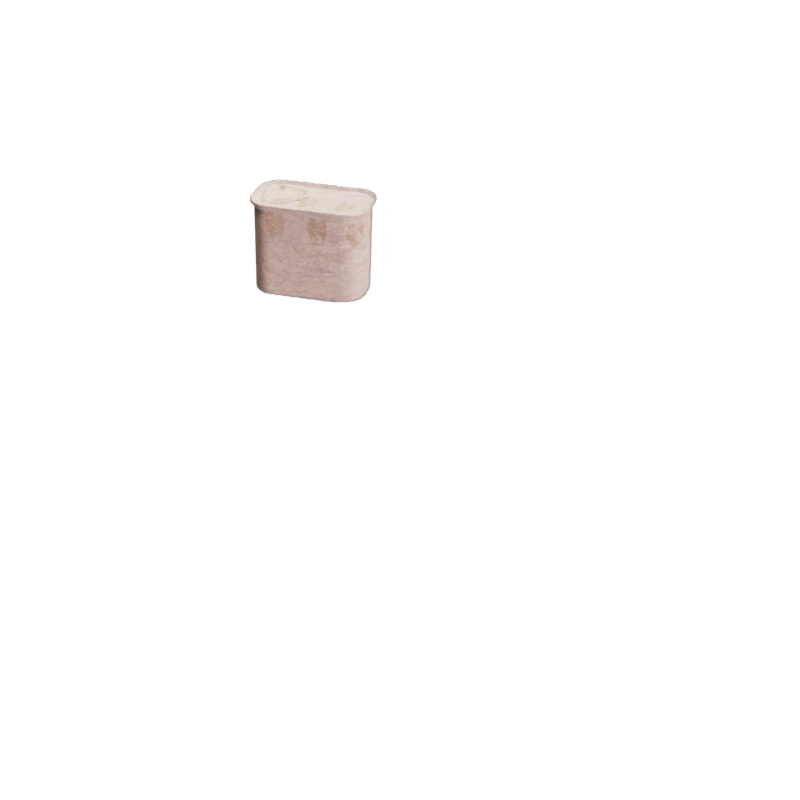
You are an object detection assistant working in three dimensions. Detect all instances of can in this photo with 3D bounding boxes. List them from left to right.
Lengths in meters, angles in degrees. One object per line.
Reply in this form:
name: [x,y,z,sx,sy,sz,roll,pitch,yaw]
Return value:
can: [-0.073,-0.133,0.930,0.104,0.079,0.060,9,30,13]
